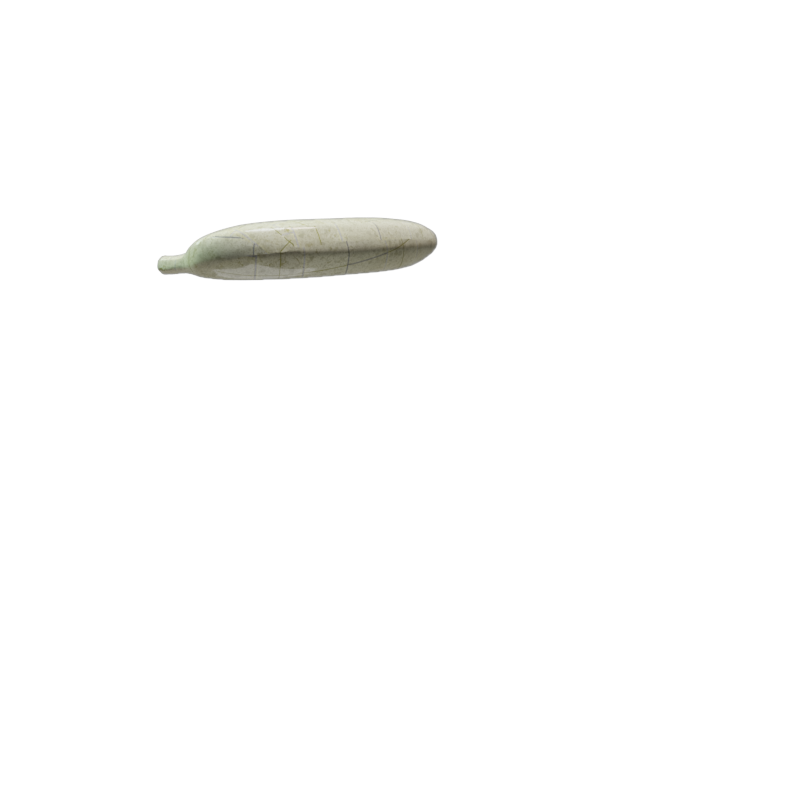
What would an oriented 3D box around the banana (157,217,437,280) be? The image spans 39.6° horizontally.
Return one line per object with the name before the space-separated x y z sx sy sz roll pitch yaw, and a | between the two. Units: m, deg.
banana | -0.053 -0.100 0.715 0.193 0.036 0.073 -6 14 -22
